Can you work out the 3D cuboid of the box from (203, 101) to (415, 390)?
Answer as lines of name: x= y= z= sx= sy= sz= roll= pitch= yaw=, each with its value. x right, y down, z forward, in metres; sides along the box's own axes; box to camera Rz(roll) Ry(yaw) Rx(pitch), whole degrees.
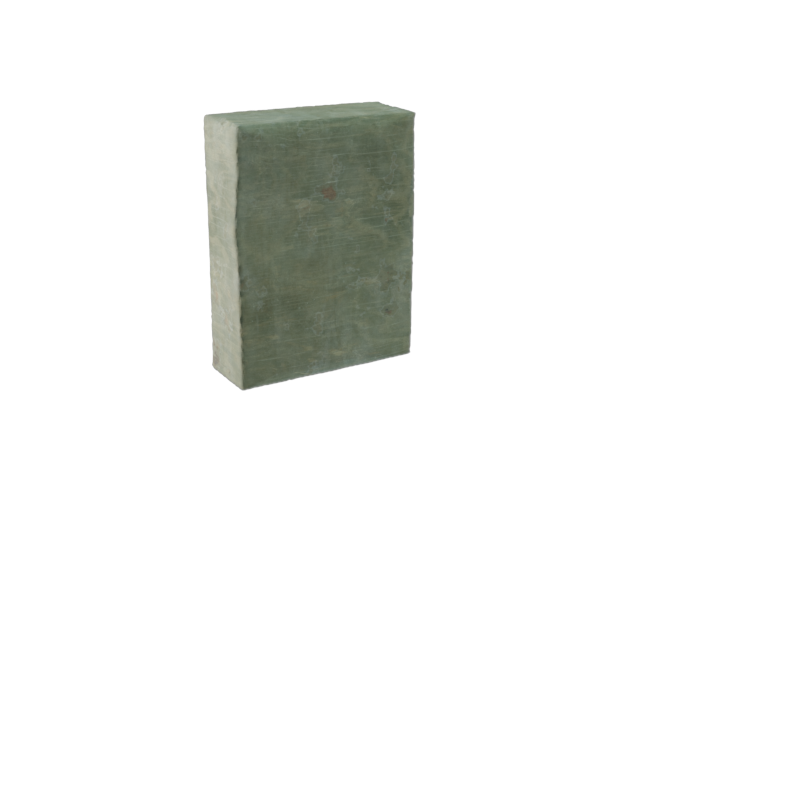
box: x=-0.071 y=-0.130 z=0.908 sx=0.160 sy=0.206 sz=0.076 roll=-10 pitch=20 yaw=-29
